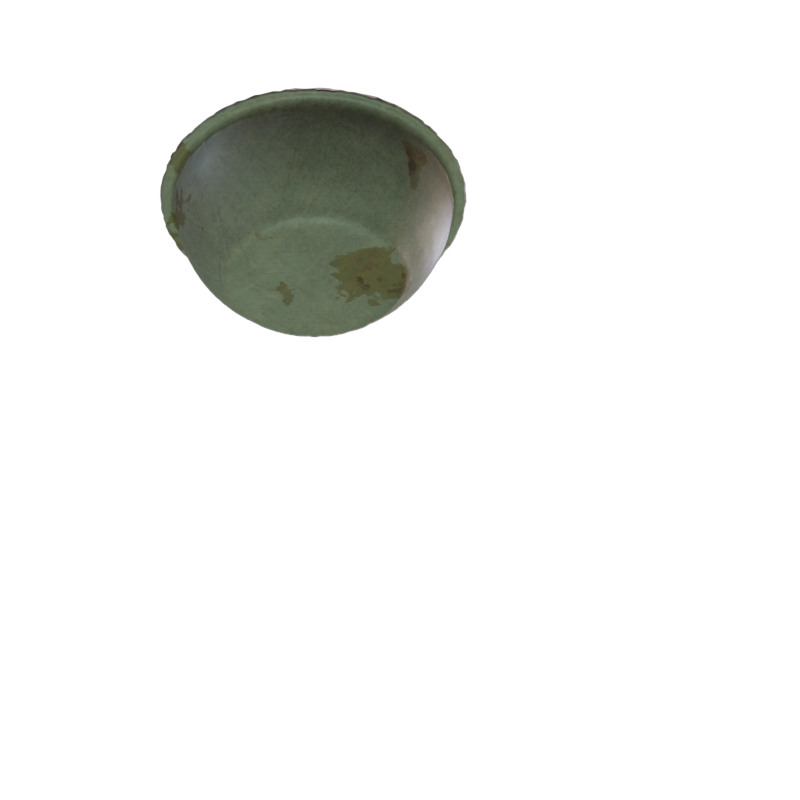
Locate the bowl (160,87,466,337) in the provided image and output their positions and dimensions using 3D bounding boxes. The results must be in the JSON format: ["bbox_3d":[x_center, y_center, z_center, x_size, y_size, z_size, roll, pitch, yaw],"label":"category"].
[{"bbox_3d":[-0.045,-0.082,0.571,0.162,0.059,0.151,1,-38,-1],"label":"bowl"}]
